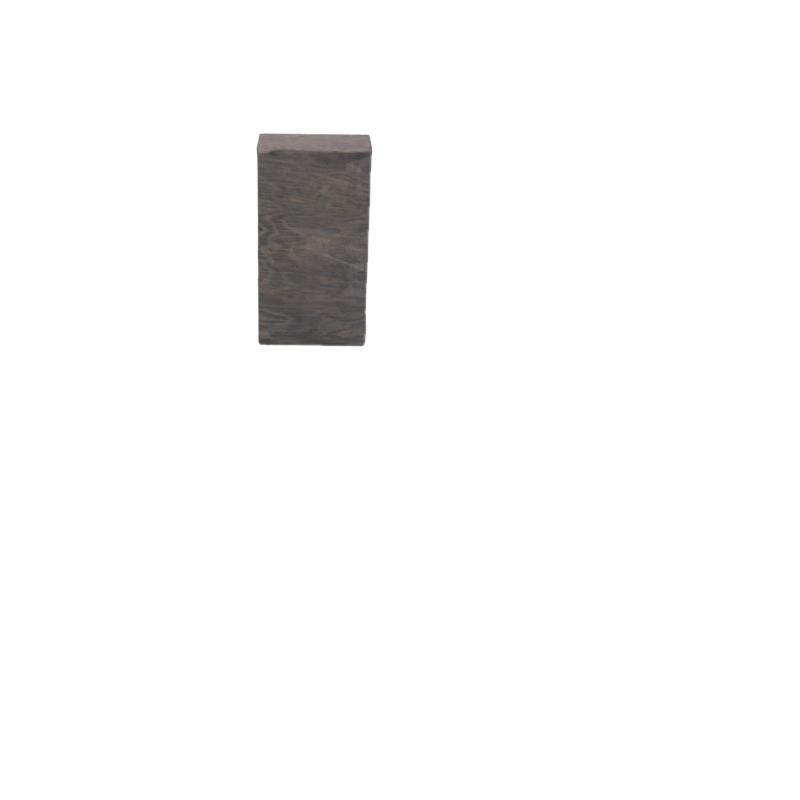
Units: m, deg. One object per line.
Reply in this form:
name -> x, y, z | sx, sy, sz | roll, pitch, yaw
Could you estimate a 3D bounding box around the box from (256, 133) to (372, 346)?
box -> -0.072, -0.131, 0.915 | 0.093, 0.166, 0.051 | 1, 28, -2
